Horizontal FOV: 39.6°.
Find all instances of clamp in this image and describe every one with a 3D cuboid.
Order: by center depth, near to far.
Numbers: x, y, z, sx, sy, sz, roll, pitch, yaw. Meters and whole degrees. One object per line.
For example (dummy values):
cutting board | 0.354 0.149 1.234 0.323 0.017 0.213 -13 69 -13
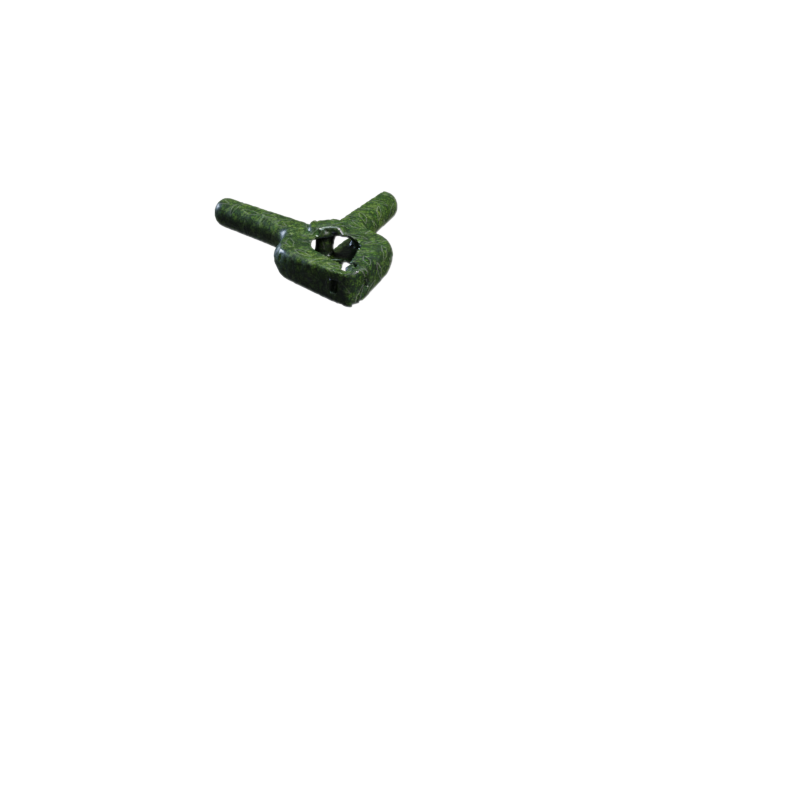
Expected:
clamp | -0.072 -0.131 0.915 0.163 0.034 0.223 -3 27 -6
